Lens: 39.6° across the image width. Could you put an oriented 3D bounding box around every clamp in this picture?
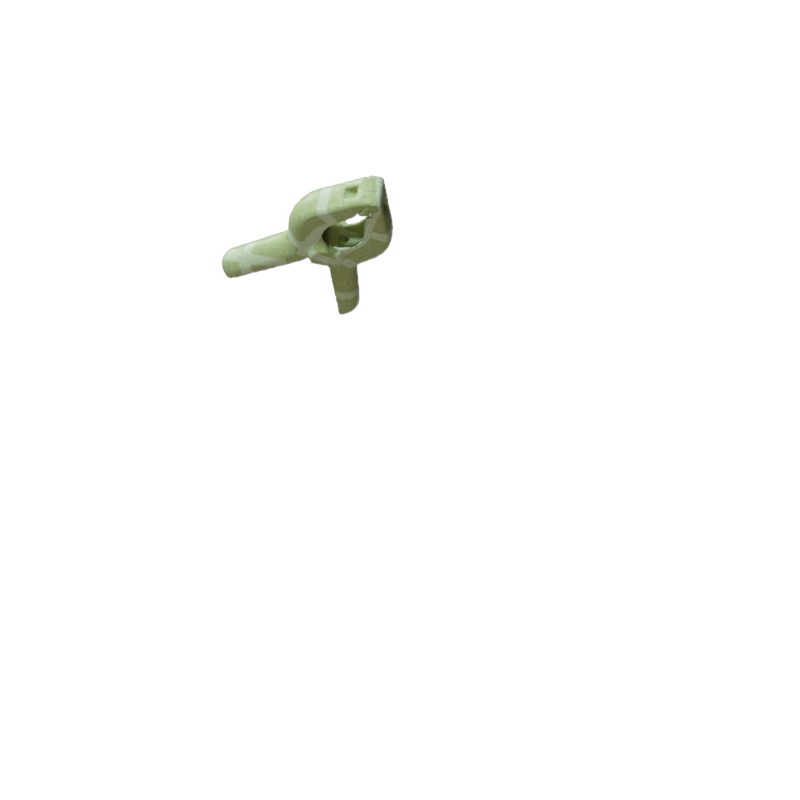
[{"bbox_3d":[-0.068,-0.123,0.863,0.117,0.042,0.165,9,-30,-17],"label":"clamp"}]
